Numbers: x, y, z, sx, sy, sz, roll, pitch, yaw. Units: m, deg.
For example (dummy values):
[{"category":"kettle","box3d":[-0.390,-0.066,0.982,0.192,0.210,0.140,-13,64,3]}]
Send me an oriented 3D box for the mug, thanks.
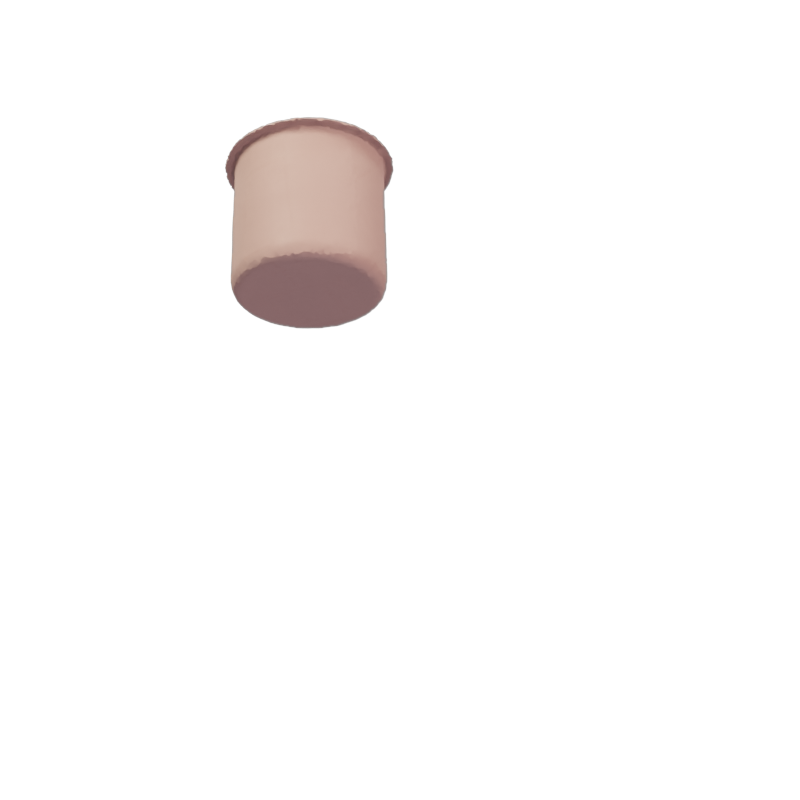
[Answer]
[{"category":"mug","box3d":[-0.047,-0.086,0.604,0.094,0.087,0.109,-5,-28,7]}]
